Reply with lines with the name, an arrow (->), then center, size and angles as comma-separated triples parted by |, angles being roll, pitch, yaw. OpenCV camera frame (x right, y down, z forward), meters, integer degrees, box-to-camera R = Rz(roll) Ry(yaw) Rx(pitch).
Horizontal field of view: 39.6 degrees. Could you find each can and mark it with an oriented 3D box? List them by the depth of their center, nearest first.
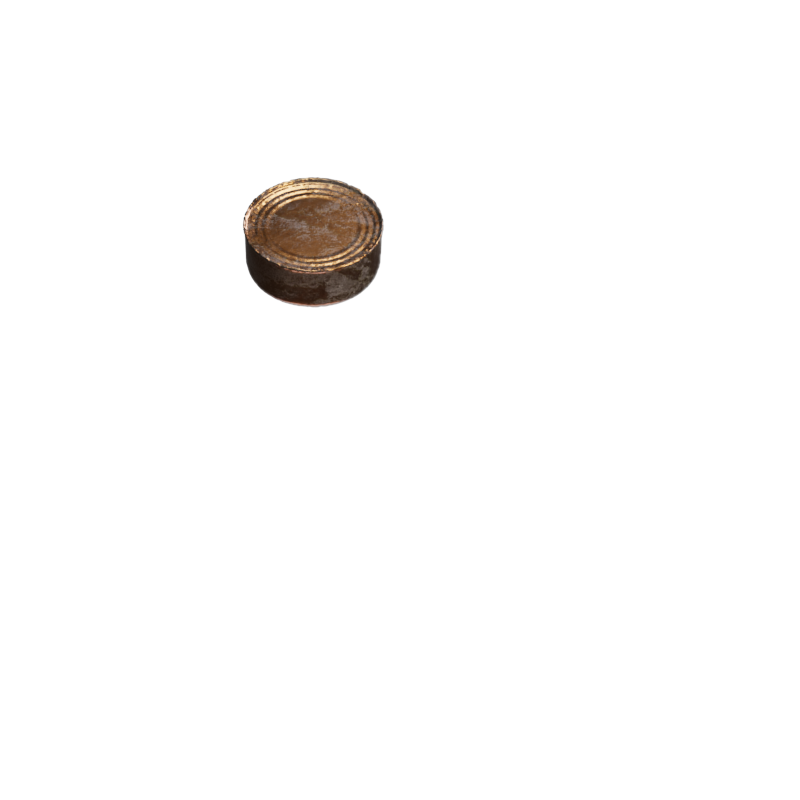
can -> -0.054, -0.098, 0.686 | 0.086, 0.092, 0.031 | -1, -43, -1
